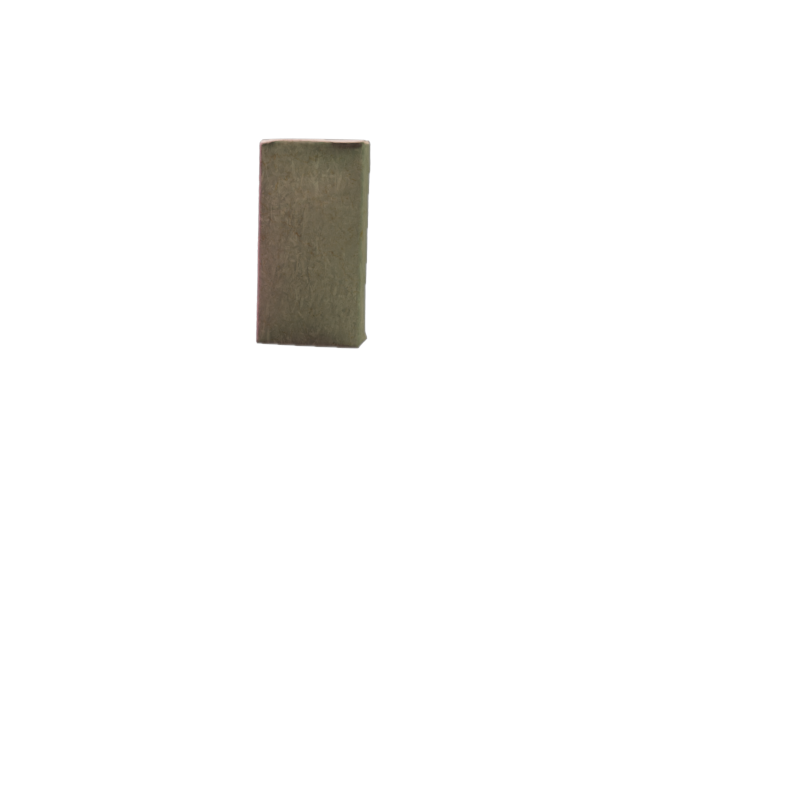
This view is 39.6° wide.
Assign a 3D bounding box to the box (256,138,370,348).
[{"bbox_3d":[-0.075,-0.136,0.951,0.095,0.173,0.048,2,7,10],"label":"box"}]
